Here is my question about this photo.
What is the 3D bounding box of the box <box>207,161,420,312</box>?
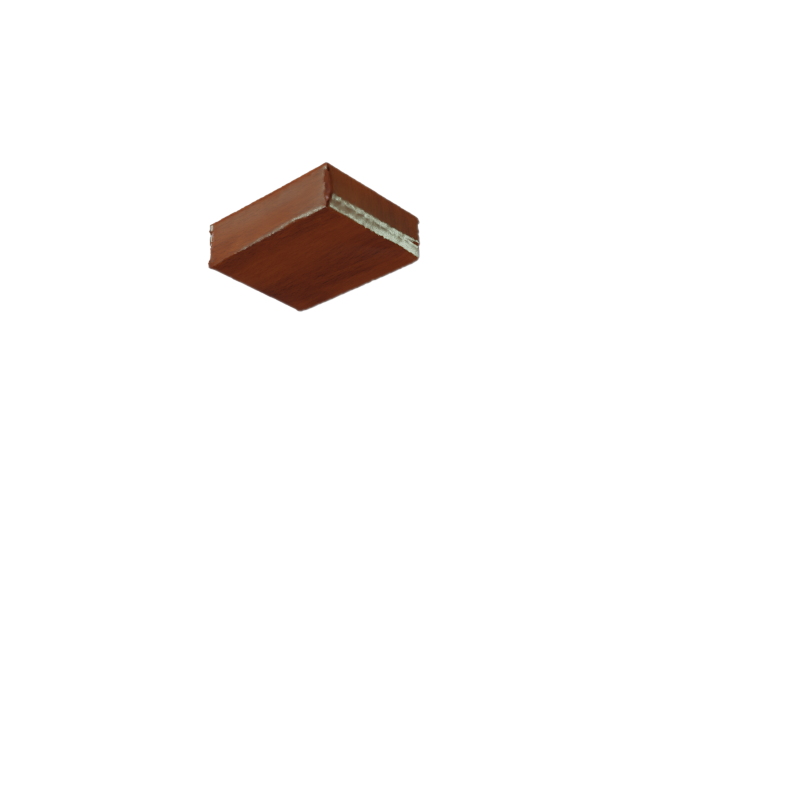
[{"bbox_3d":[-0.057,-0.104,0.731,0.114,0.041,0.084,-22,-35,36],"label":"box"}]
